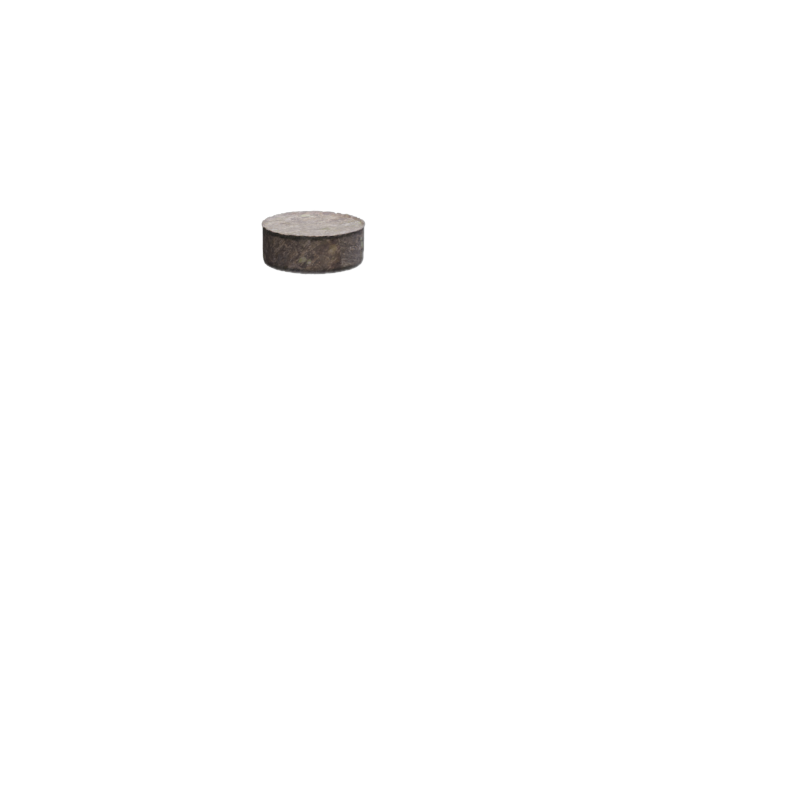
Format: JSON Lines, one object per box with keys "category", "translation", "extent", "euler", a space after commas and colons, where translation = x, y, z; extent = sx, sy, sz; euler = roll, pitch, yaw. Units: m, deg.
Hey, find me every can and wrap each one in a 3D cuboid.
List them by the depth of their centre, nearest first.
{"category": "can", "translation": [-0.072, -0.131, 0.920], "extent": [0.086, 0.032, 0.090], "euler": [-1, 21, -2]}
